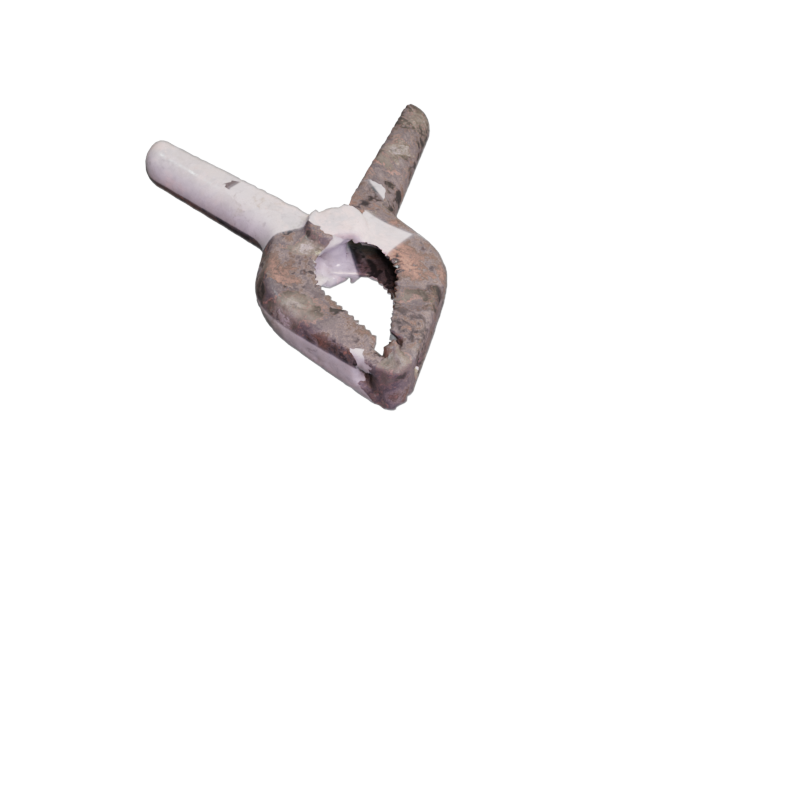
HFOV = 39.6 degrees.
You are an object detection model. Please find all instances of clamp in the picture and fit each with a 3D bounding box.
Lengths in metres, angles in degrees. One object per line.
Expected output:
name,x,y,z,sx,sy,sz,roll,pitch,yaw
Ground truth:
clamp,-0.045,-0.081,0.569,0.163,0.227,0.034,-8,-44,-8
